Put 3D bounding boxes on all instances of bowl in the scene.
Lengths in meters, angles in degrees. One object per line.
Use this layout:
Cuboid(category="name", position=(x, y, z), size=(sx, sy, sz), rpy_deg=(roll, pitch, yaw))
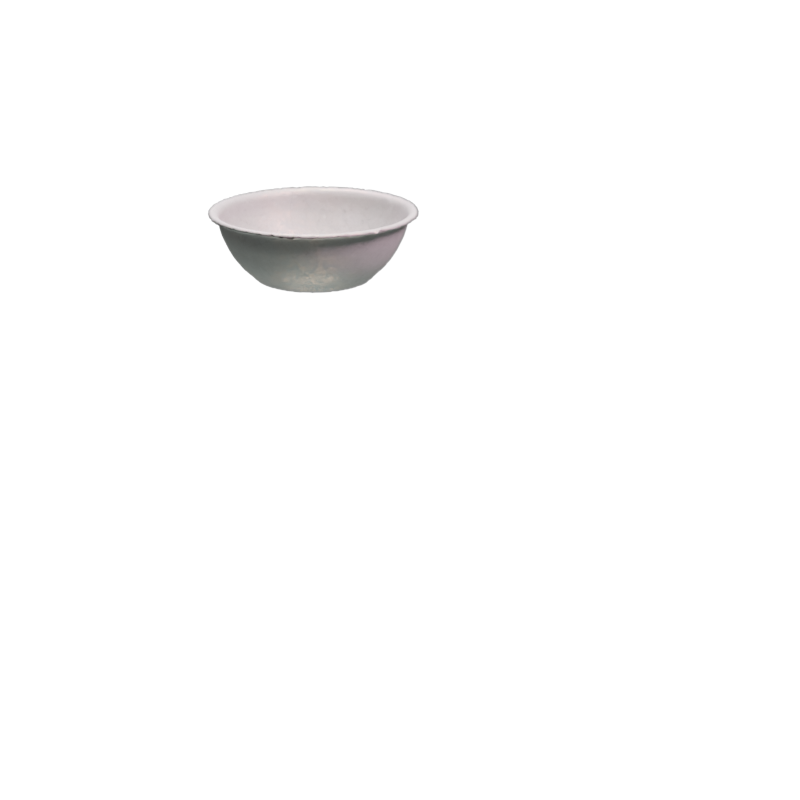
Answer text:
Cuboid(category="bowl", position=(-0.067, -0.122, 0.856), size=(0.162, 0.053, 0.169), rpy_deg=(-1, 22, -2))
